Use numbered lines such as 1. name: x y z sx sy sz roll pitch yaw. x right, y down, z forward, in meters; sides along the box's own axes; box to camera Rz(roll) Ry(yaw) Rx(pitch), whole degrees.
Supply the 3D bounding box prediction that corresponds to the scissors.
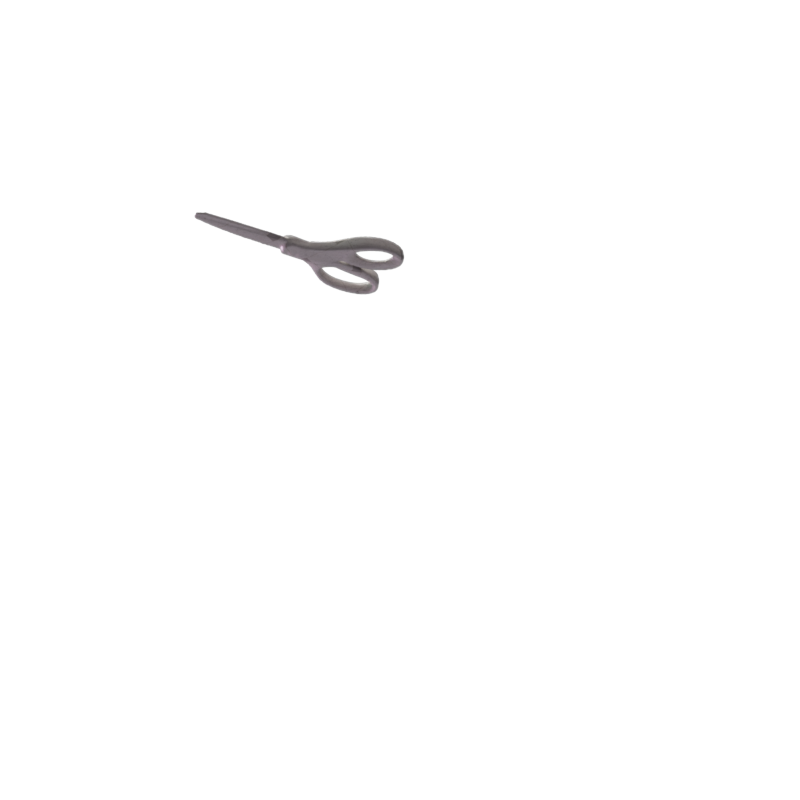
1. scissors: -0.077 -0.141 0.989 0.097 0.017 0.188 -20 -31 36
